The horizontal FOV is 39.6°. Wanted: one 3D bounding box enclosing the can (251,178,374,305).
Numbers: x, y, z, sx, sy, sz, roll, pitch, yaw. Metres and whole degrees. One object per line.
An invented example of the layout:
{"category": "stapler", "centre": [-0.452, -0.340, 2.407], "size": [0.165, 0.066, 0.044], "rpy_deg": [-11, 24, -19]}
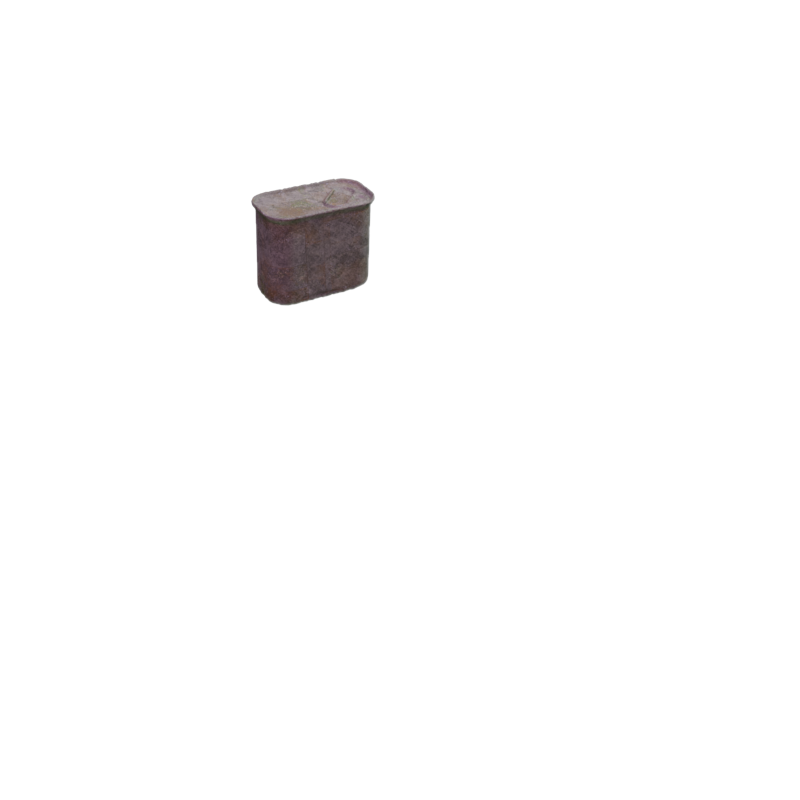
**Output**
{"category": "can", "centre": [-0.074, -0.135, 0.949], "size": [0.100, 0.079, 0.062], "rpy_deg": [-15, 34, -25]}
